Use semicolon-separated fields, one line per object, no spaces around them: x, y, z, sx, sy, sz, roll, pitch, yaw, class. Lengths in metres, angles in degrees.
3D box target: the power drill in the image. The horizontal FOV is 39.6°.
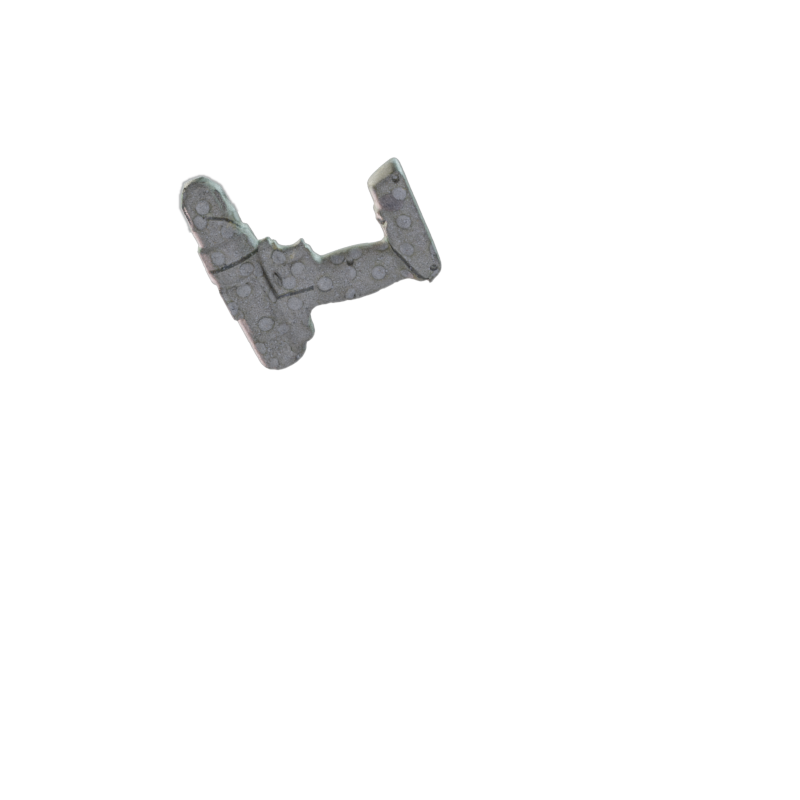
-0.073;-0.134;0.937;0.188;0.175;0.060;-22;22;9;power drill
